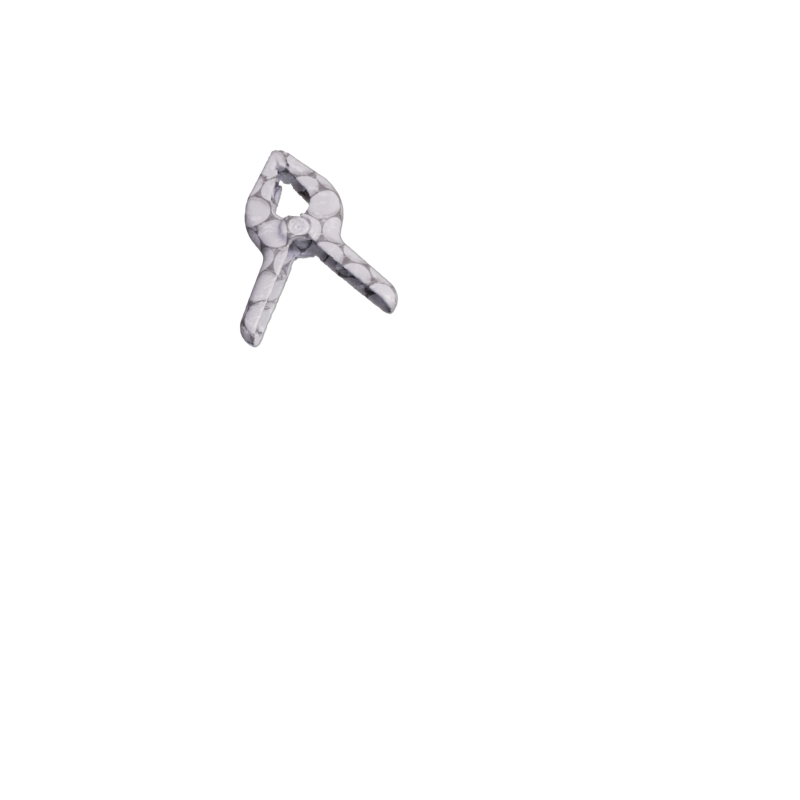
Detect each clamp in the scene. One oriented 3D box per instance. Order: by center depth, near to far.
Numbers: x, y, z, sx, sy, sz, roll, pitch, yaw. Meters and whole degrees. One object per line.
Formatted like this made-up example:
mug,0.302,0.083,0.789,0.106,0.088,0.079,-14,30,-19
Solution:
clamp,-0.068,-0.124,0.872,0.120,0.183,0.037,-4,-28,-3
